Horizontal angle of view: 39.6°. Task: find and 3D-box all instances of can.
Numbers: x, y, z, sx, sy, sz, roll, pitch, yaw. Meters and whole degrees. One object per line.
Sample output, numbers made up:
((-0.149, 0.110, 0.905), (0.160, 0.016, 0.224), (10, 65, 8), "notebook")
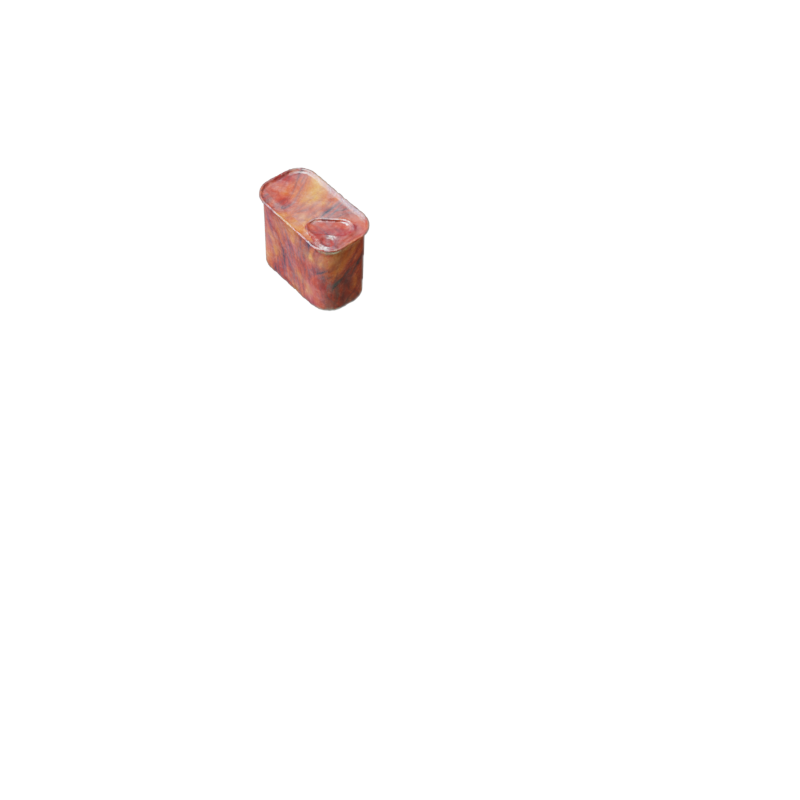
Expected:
((-0.075, -0.137, 0.960), (0.058, 0.078, 0.109), (-32, 58, -26), "can")
